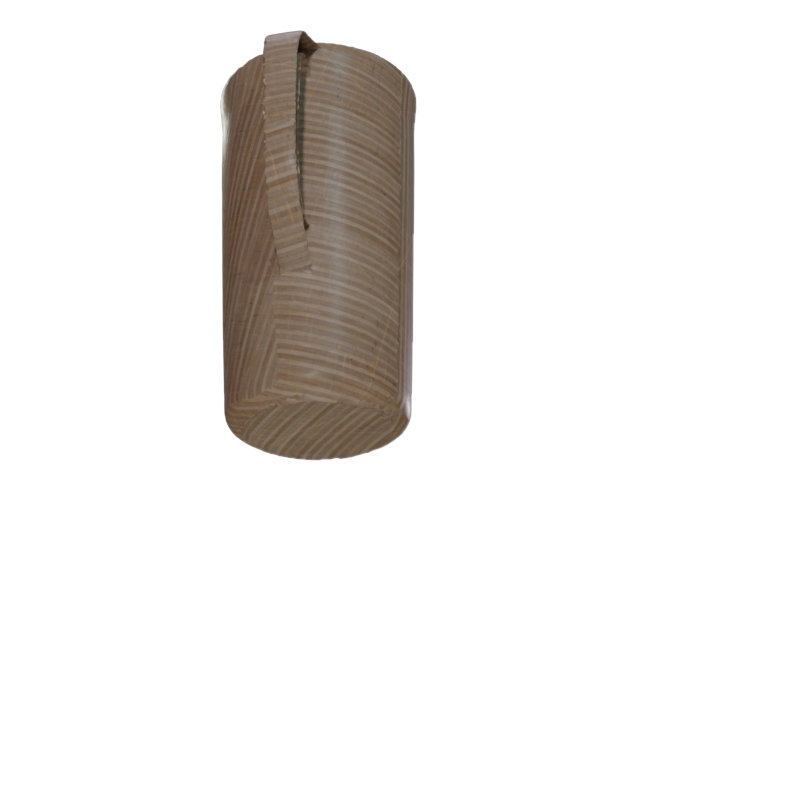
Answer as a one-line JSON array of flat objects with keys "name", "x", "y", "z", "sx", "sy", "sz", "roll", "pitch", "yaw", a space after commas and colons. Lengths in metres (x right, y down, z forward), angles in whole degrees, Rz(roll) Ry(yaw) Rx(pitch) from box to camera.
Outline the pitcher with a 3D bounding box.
[{"name": "pitcher", "x": -0.054, "y": -0.098, "z": 0.687, "sx": 0.142, "sy": 0.259, "sz": 0.143, "roll": 18, "pitch": -35, "yaw": -32}]
